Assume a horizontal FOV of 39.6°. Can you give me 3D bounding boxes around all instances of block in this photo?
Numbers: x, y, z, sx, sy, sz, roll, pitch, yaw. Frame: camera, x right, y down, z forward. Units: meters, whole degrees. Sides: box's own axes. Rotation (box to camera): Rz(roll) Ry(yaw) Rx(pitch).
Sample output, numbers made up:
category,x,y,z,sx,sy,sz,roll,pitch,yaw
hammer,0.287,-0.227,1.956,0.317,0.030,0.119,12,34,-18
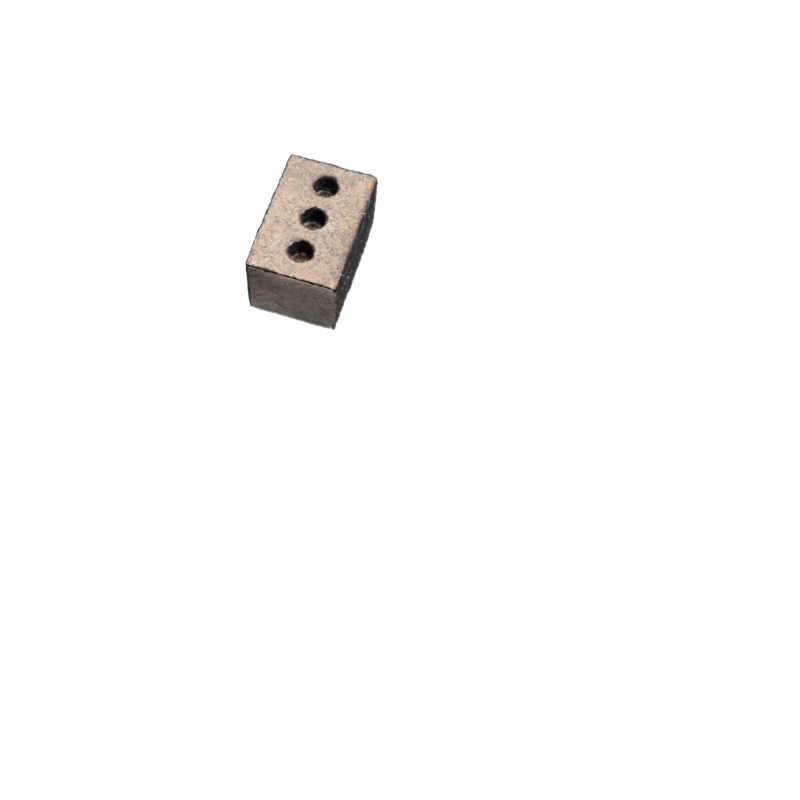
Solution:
category,x,y,z,sx,sy,sz,roll,pitch,yaw
block,-0.048,-0.088,0.619,0.053,0.082,0.048,15,-27,6
